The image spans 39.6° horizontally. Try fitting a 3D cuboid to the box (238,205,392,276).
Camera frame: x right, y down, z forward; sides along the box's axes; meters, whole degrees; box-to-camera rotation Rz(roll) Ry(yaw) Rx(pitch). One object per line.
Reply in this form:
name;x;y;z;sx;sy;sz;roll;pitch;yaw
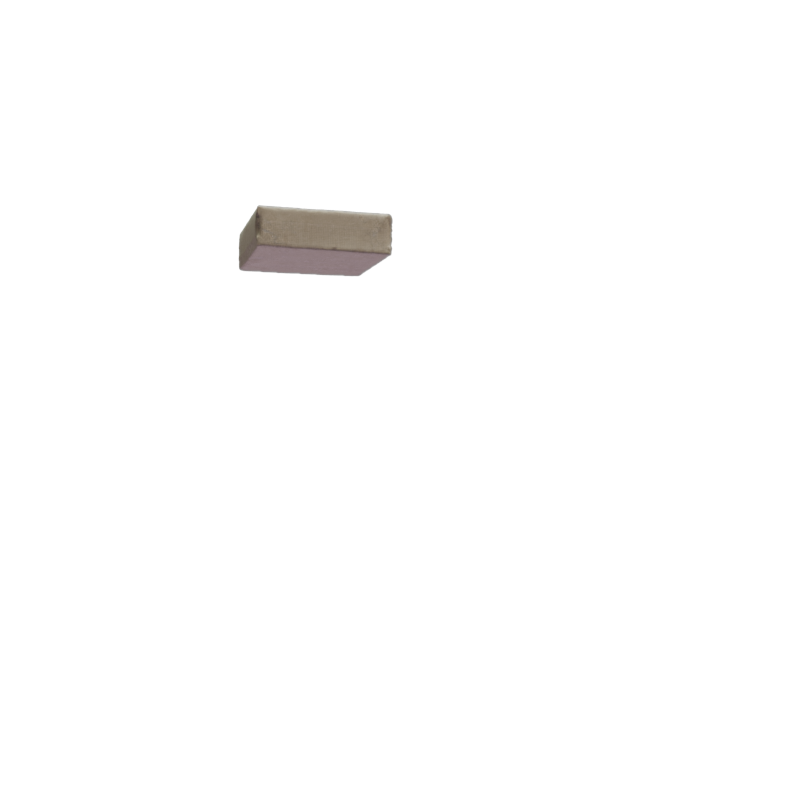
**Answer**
box;-0.057;-0.104;0.727;0.088;0.031;0.073;1;-7;-14
